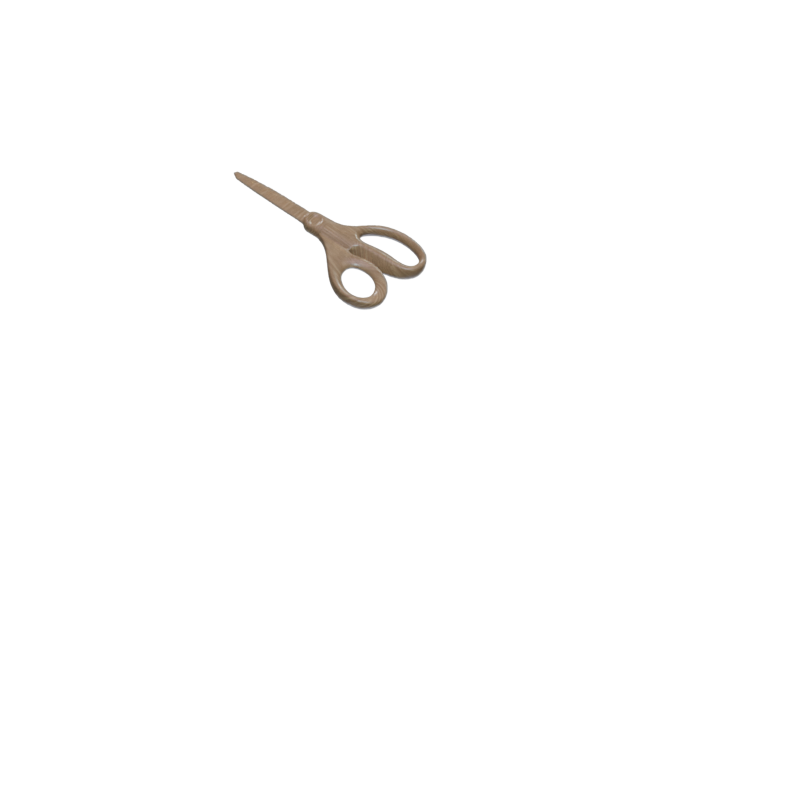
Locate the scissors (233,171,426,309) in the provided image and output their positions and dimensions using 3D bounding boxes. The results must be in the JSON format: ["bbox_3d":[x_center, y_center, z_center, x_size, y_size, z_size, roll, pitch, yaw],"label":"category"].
[{"bbox_3d":[-0.077,-0.141,0.989,0.207,0.100,0.015,20,-33,14],"label":"scissors"}]
